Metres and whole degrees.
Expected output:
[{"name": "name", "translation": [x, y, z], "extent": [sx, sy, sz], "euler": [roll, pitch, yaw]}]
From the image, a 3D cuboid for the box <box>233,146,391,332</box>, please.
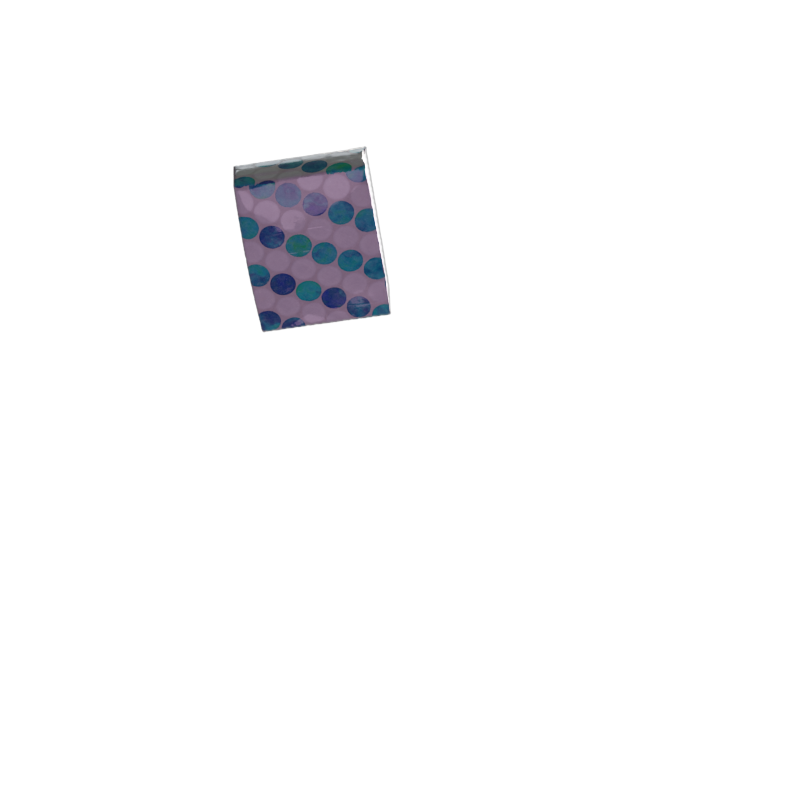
[{"name": "box", "translation": [-0.058, -0.105, 0.733], "extent": [0.090, 0.106, 0.041], "euler": [-8, 30, 4]}]
